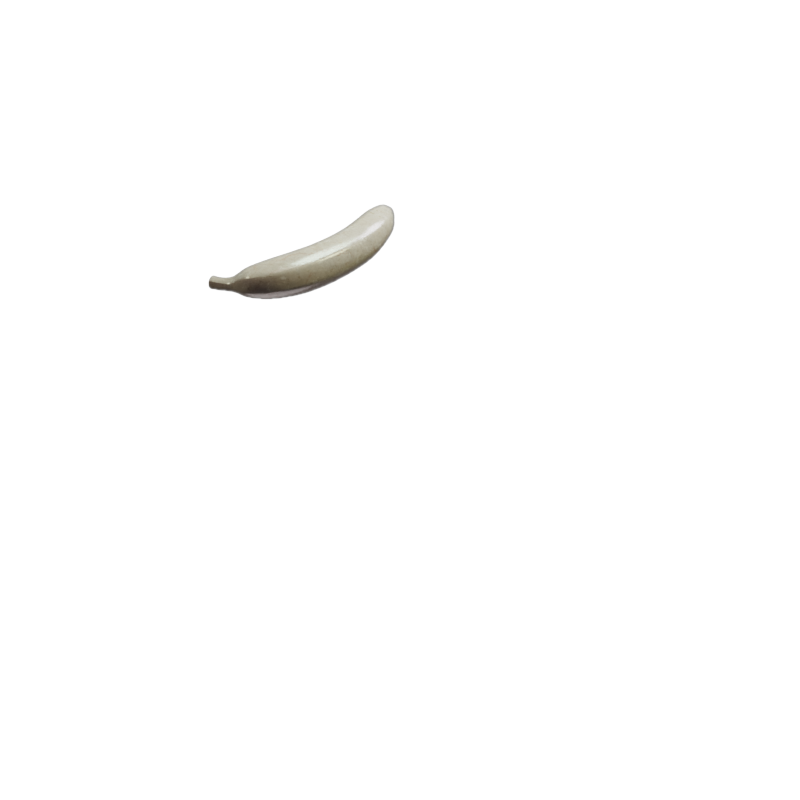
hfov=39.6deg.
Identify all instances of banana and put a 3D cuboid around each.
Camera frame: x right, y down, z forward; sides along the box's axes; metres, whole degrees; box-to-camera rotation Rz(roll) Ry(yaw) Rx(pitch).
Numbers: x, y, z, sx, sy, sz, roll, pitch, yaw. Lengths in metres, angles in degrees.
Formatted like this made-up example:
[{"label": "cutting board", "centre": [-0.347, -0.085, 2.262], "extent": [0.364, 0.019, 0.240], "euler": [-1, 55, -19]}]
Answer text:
[{"label": "banana", "centre": [-0.069, -0.130, 0.977], "extent": [0.196, 0.034, 0.075], "euler": [-26, 45, -29]}]
